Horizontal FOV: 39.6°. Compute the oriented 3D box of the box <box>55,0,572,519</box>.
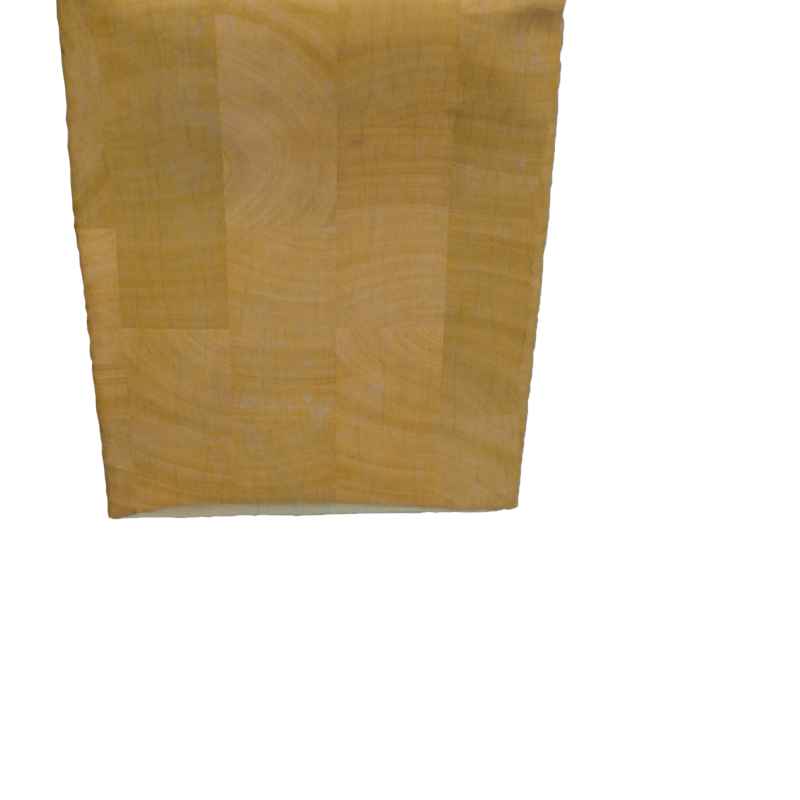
[{"bbox_3d":[-0.032,-0.058,0.410,0.164,0.202,0.076,0,29,-2],"label":"box"}]
